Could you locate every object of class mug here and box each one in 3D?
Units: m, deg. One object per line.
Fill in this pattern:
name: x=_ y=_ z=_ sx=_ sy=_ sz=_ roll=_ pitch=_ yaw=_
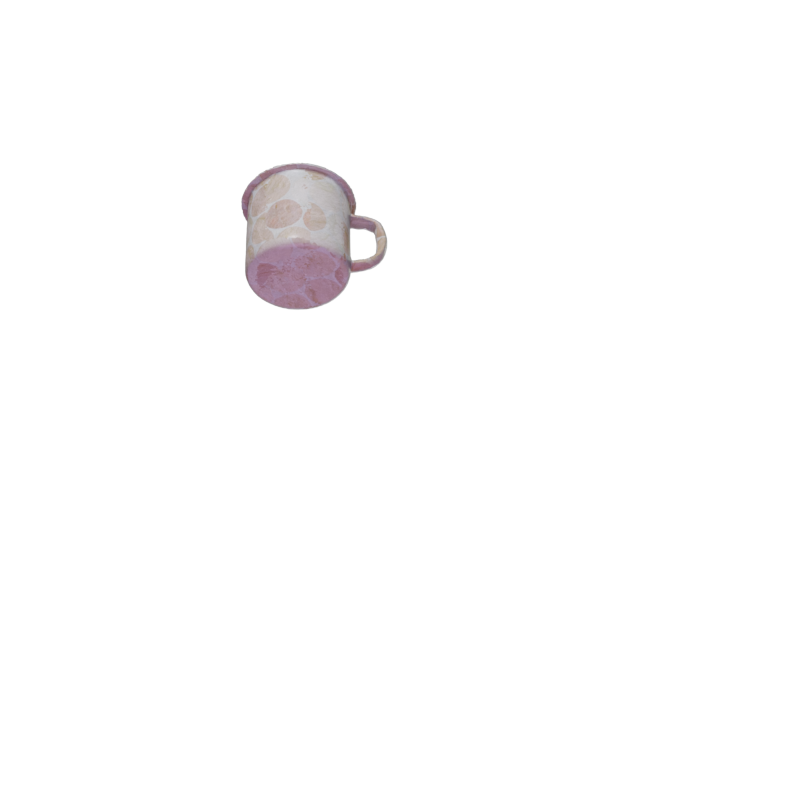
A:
mug: x=-0.068 y=-0.125 z=0.875 sx=0.116 sy=0.087 sz=0.088 roll=5 pitch=-40 yaw=-7
